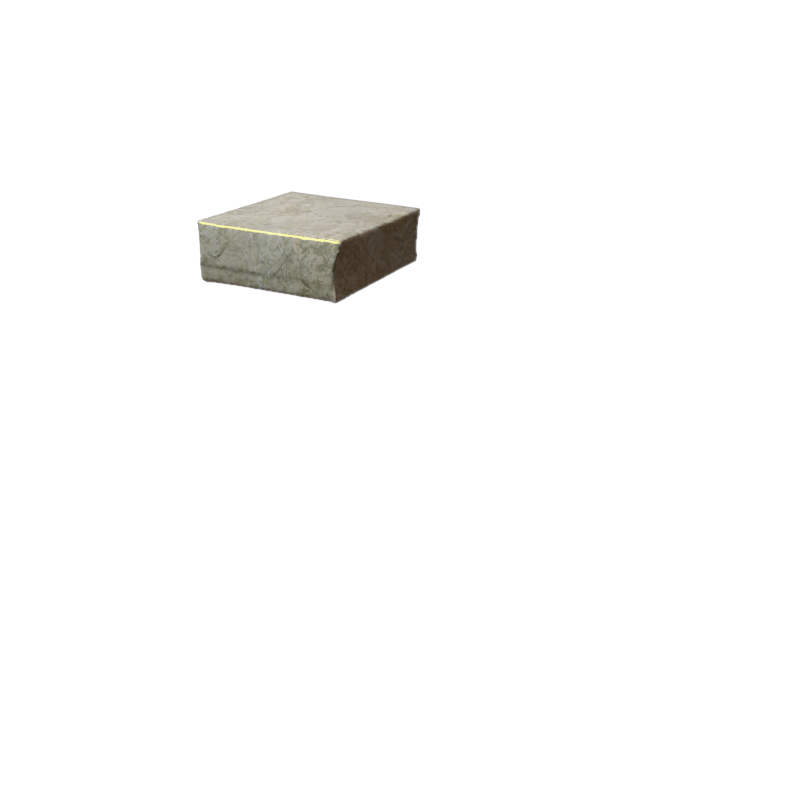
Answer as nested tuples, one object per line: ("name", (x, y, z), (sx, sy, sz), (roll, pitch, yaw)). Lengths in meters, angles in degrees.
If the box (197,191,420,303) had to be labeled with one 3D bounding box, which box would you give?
("box", (-0.051, -0.092, 0.644), (0.093, 0.037, 0.114), (10, 23, 23))
